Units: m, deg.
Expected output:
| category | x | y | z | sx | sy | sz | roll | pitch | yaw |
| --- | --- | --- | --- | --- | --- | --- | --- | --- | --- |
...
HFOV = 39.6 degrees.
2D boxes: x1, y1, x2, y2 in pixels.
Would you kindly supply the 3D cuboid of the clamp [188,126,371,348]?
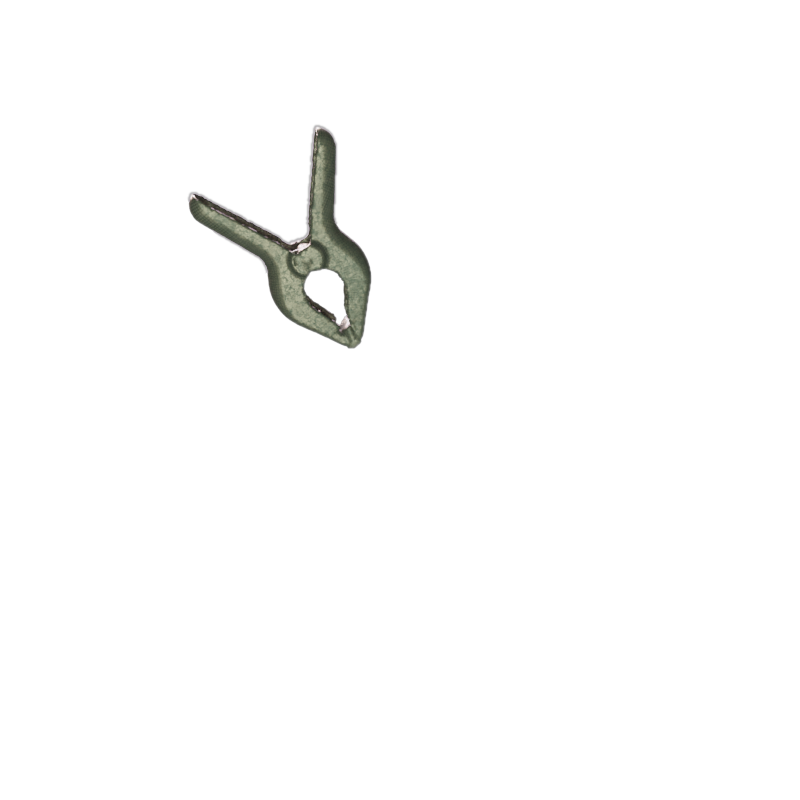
| category | x | y | z | sx | sy | sz | roll | pitch | yaw |
| --- | --- | --- | --- | --- | --- | --- | --- | --- | --- |
| clamp | -0.066 | -0.121 | 0.849 | 0.120 | 0.164 | 0.041 | -34 | 18 | 13 |
